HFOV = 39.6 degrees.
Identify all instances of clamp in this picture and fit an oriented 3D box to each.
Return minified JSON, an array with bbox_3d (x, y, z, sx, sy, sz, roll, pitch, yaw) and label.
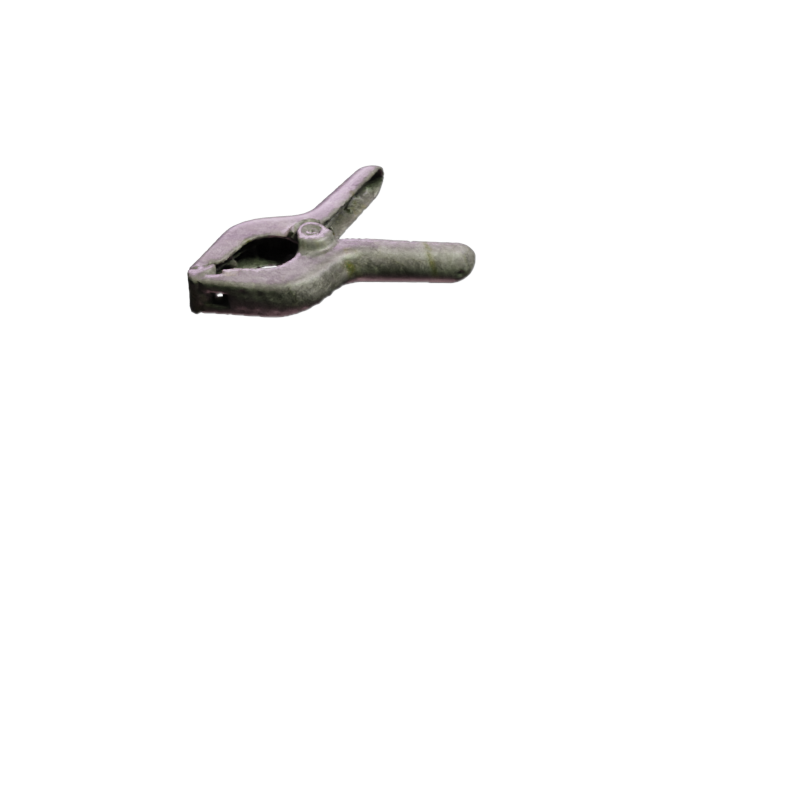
[{"bbox_3d":[-0.054,-0.098,0.685,0.169,0.037,0.130,-13,37,-17],"label":"clamp"}]
